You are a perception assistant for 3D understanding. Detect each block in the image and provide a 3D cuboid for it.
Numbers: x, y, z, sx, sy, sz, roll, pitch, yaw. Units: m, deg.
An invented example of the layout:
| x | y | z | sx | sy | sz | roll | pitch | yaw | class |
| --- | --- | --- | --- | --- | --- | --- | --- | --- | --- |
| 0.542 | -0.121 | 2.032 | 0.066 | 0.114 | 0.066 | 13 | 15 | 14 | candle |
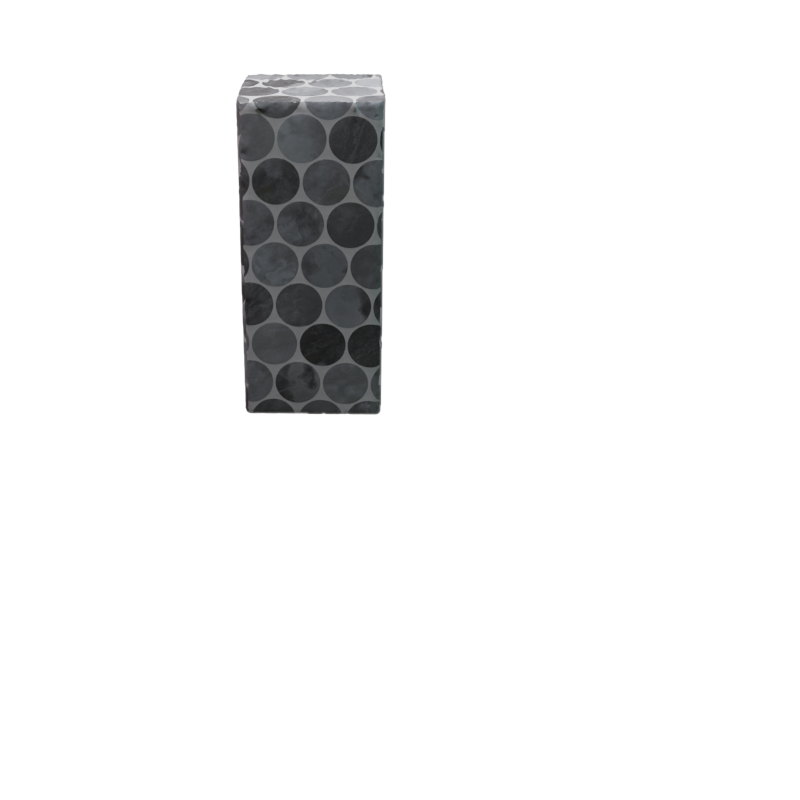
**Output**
| x | y | z | sx | sy | sz | roll | pitch | yaw | class |
| --- | --- | --- | --- | --- | --- | --- | --- | --- | --- |
| -0.057 | -0.103 | 0.725 | 0.091 | 0.197 | 0.094 | 1 | 21 | -1 | block |
